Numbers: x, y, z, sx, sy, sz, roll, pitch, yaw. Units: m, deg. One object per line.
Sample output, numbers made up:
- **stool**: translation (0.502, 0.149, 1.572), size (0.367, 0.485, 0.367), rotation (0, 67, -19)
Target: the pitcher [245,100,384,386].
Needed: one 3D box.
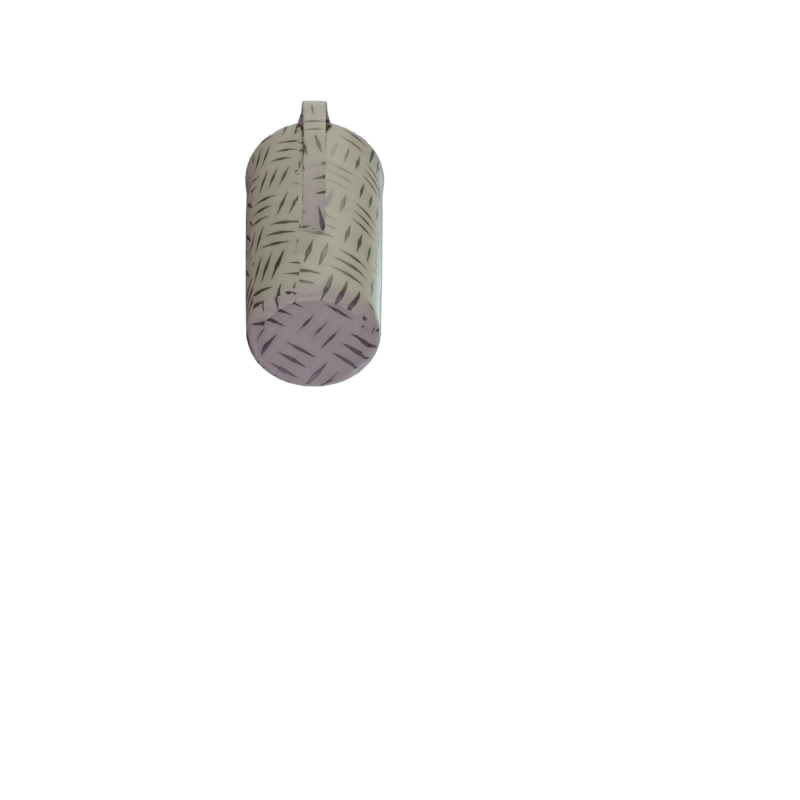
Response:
- **pitcher**: translation (-0.076, -0.138, 0.965), size (0.144, 0.260, 0.140), rotation (-36, -57, 24)
